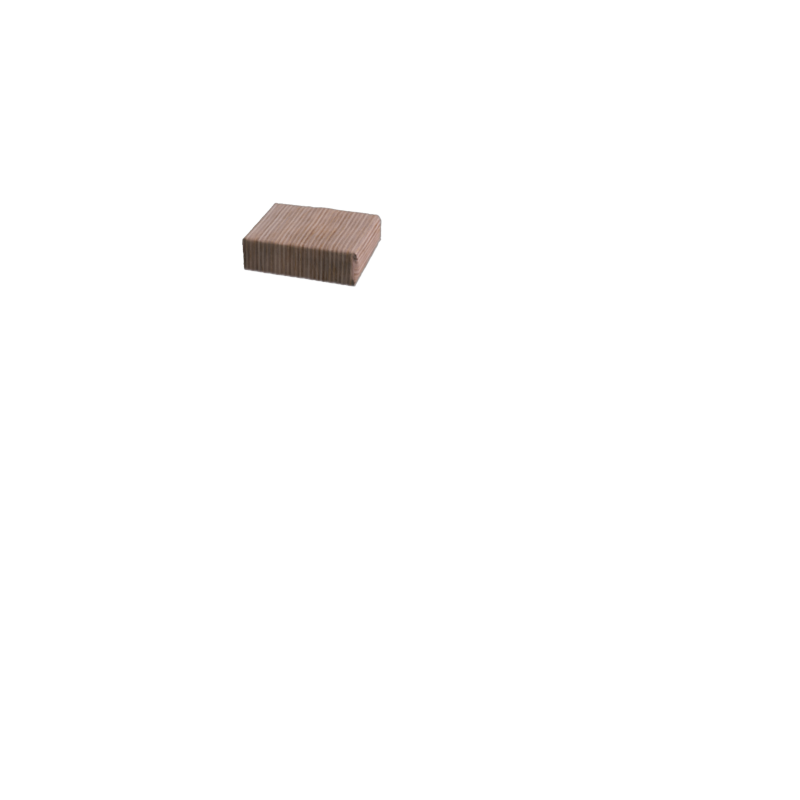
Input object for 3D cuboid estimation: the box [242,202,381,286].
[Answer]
[{"bbox_3d":[-0.065,-0.120,0.838,0.091,0.028,0.076,8,31,13],"label":"box"}]
